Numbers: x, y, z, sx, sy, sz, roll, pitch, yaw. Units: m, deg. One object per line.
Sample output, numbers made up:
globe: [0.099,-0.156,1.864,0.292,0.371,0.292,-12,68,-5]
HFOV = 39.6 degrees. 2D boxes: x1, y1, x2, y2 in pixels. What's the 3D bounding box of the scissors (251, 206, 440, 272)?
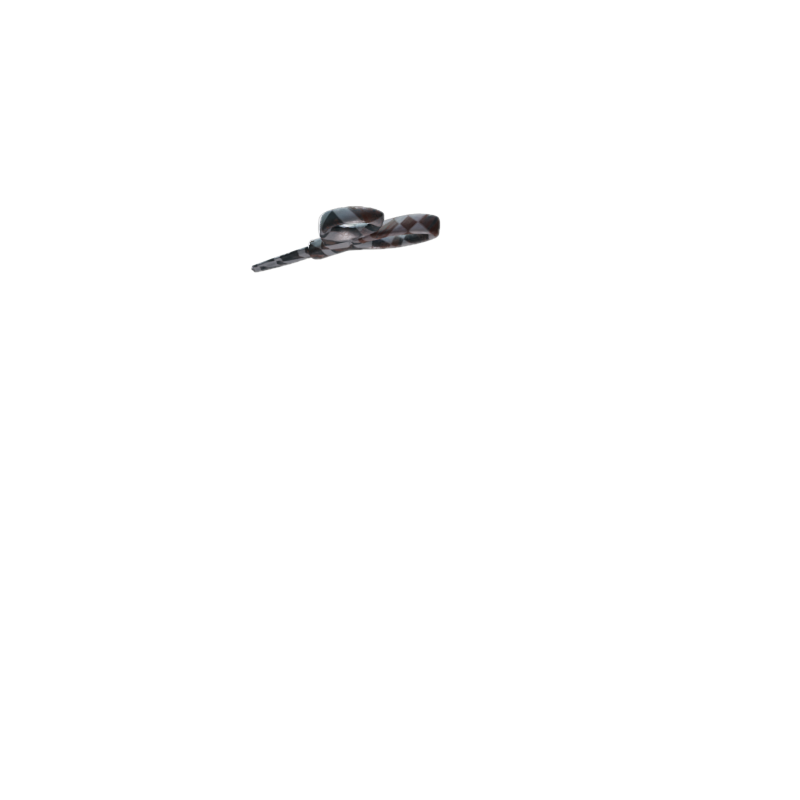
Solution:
scissors: [-0.066,-0.120,0.840,0.207,0.016,0.091,-5,-8,35]
